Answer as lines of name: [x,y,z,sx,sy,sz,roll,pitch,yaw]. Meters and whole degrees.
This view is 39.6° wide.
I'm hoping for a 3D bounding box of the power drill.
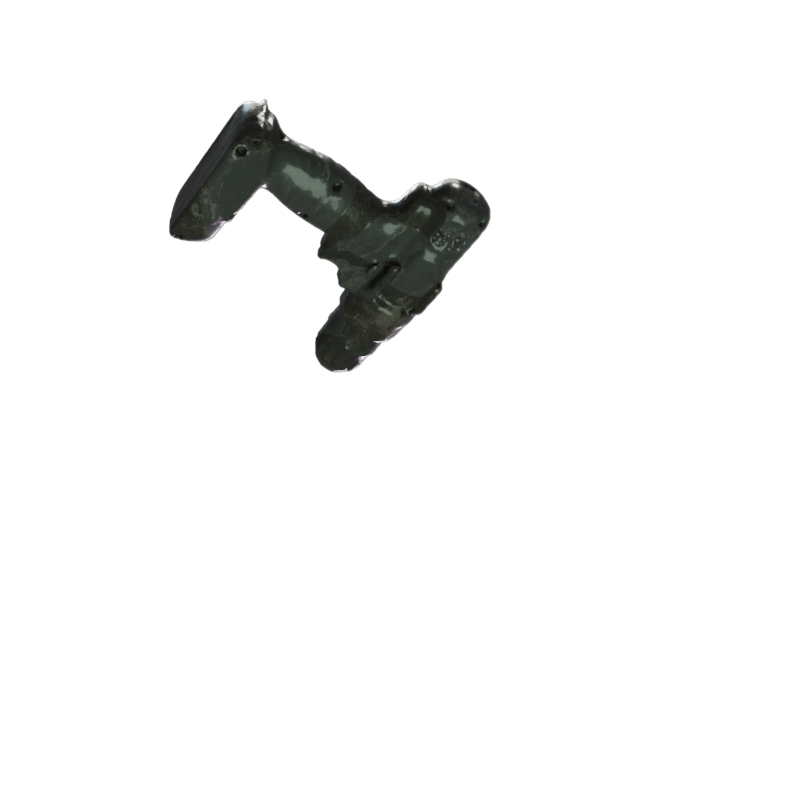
power drill: [-0.060,-0.109,0.763,0.180,0.061,0.179,26,-55,-21]
